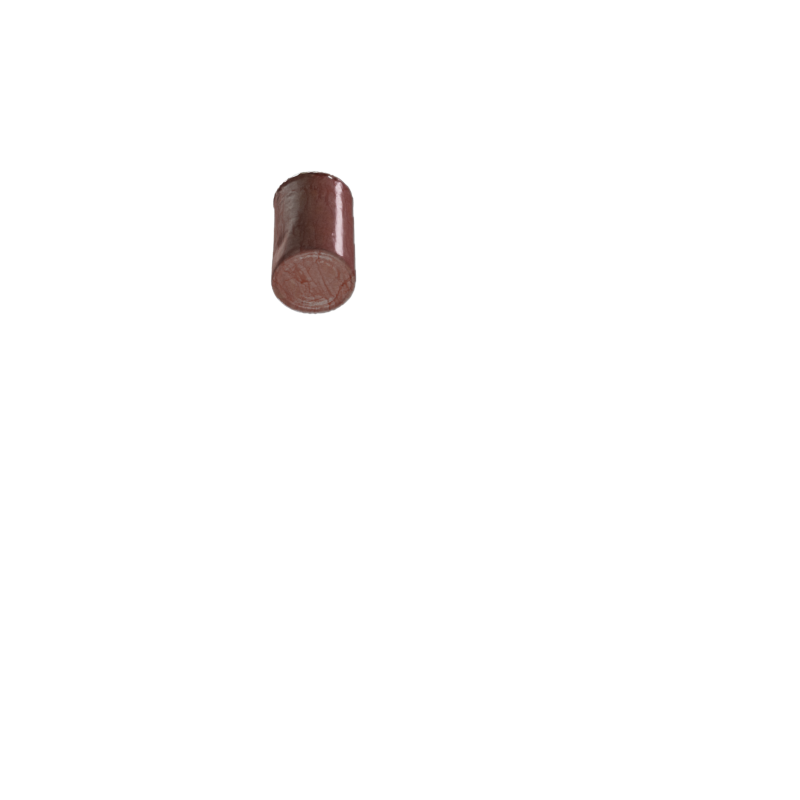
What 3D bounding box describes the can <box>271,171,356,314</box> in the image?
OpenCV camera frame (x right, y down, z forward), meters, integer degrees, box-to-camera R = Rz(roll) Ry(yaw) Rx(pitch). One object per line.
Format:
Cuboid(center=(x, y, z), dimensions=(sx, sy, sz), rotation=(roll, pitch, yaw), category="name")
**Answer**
Cuboid(center=(-0.070, -0.128, 0.894), dimensions=(0.068, 0.064, 0.110), rotation=(-1, 44, -3), category="can")
